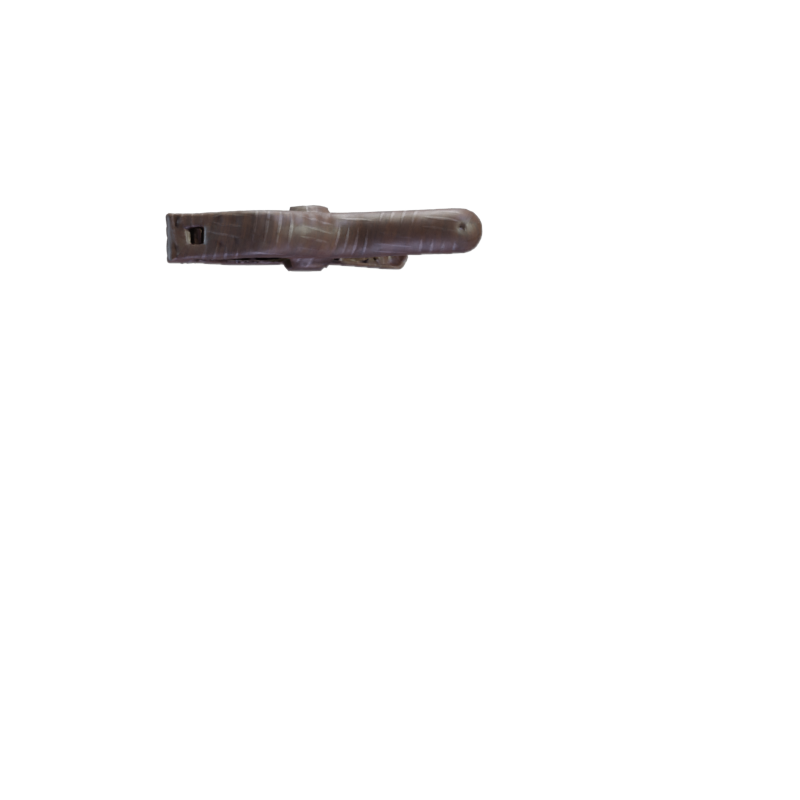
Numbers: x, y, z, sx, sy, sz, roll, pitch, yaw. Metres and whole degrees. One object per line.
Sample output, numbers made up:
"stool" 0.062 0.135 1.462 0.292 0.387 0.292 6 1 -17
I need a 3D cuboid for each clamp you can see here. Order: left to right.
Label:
"clamp" -0.050 -0.092 0.643 0.169 0.040 0.119 1 -6 -10
